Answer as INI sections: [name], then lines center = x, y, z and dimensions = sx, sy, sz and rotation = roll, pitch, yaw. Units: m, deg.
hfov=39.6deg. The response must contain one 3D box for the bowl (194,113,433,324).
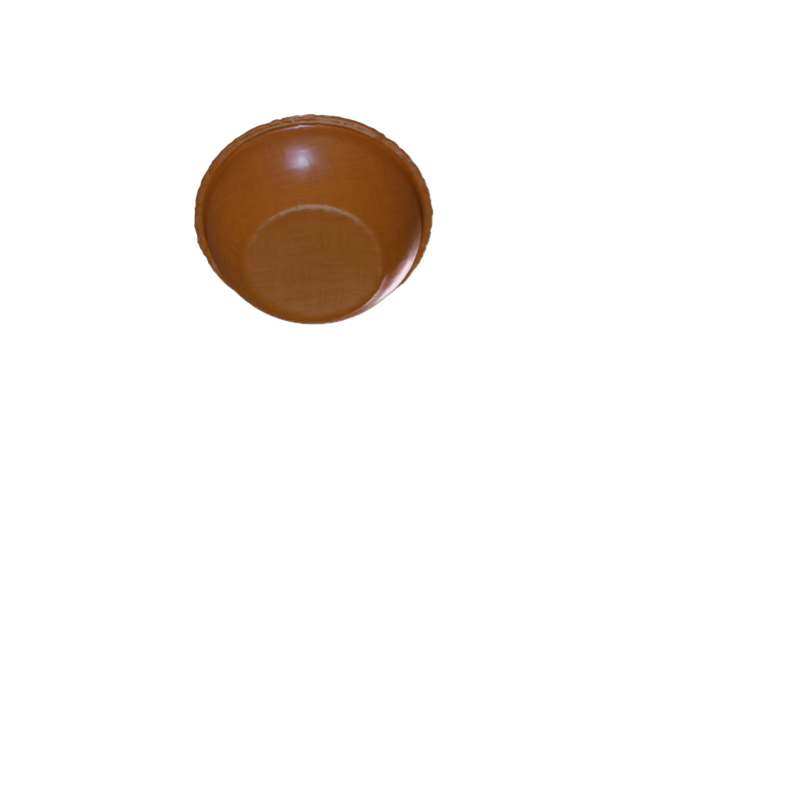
[bowl]
center = -0.057, -0.104, 0.729
dimensions = 0.162, 0.152, 0.059
rotation = 1, 36, -1
